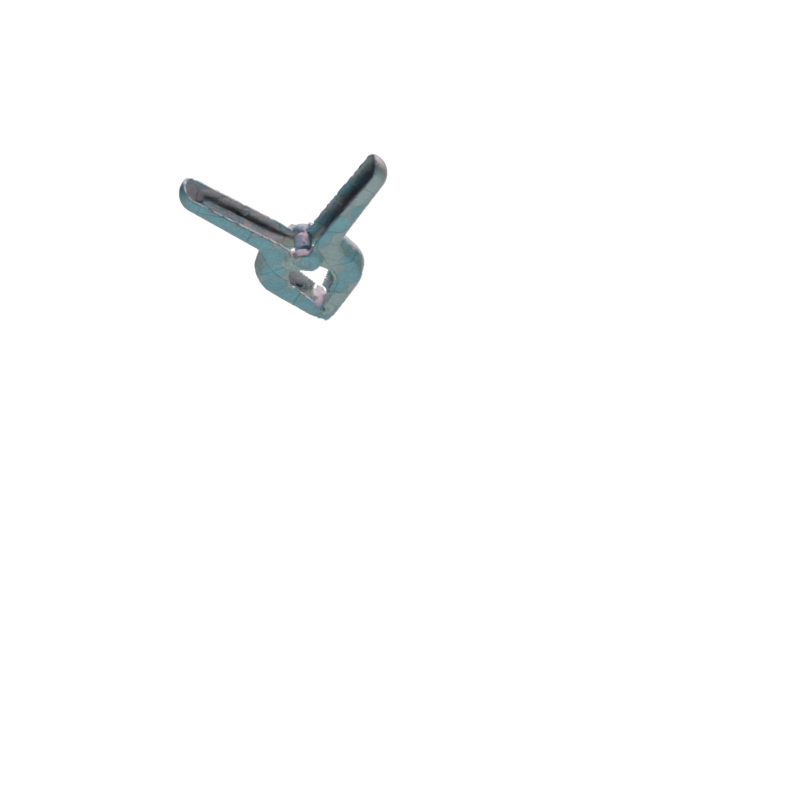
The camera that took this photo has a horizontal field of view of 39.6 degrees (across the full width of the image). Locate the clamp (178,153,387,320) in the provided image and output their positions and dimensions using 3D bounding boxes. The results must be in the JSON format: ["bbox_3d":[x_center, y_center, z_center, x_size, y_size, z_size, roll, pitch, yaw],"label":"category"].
[{"bbox_3d":[-0.073,-0.133,0.932,0.166,0.039,0.194,-8,-30,13],"label":"clamp"}]
